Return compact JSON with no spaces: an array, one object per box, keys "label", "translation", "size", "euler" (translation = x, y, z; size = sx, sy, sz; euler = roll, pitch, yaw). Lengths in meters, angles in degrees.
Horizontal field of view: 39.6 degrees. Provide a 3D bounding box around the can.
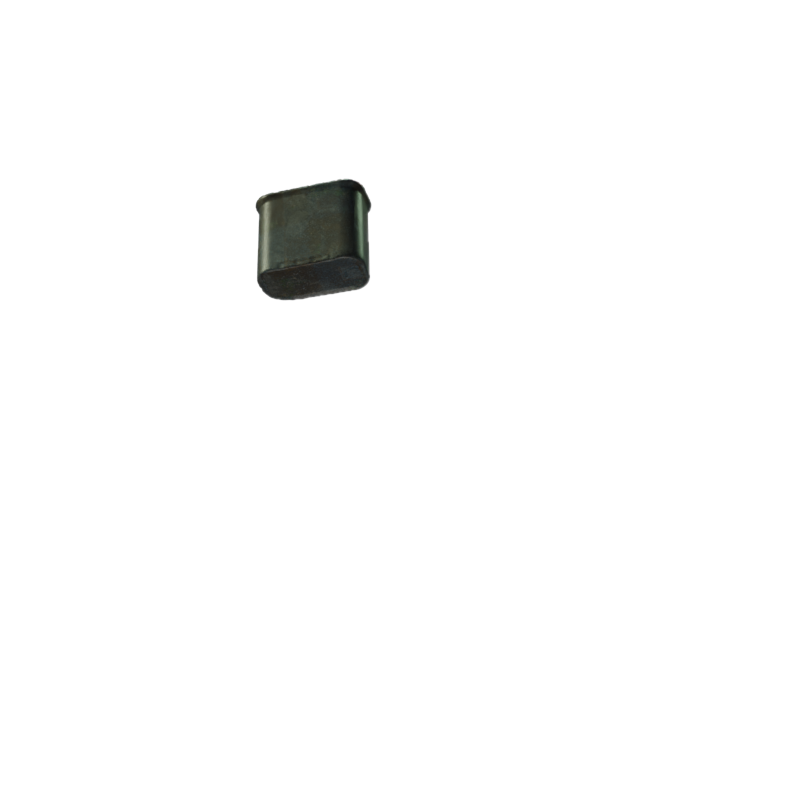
[{"label":"can","translation":[-0.076,-0.140,0.977],"size":[0.103,0.090,0.053],"euler":[-10,-34,13]}]
